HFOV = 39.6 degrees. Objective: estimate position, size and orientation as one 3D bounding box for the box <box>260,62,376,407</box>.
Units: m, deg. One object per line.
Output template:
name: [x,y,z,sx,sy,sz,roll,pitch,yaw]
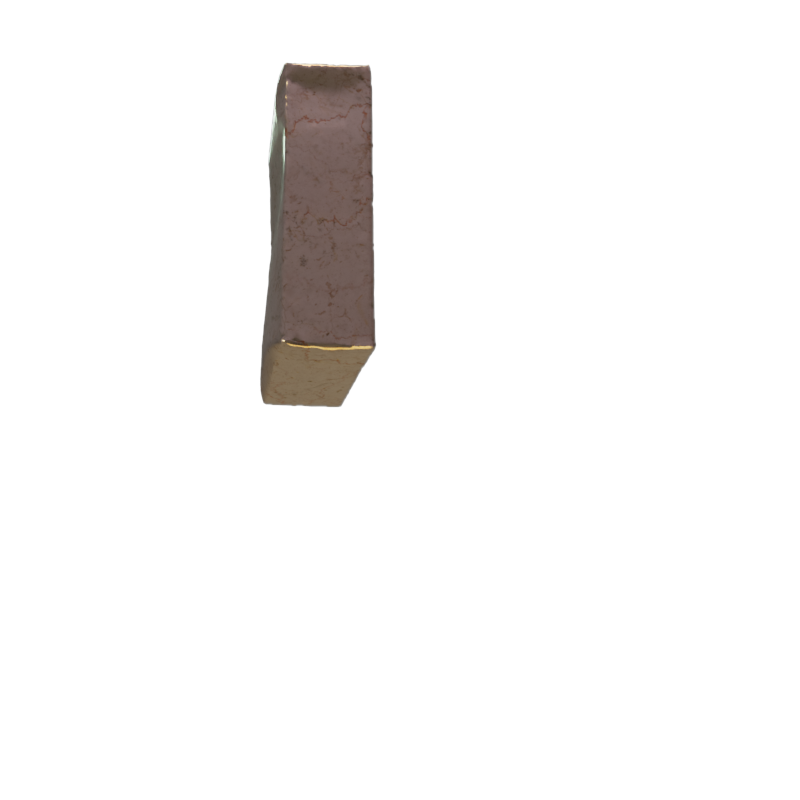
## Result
box: [-0.064,-0.117,0.823,0.071,0.224,0.159,2,-19,-10]
